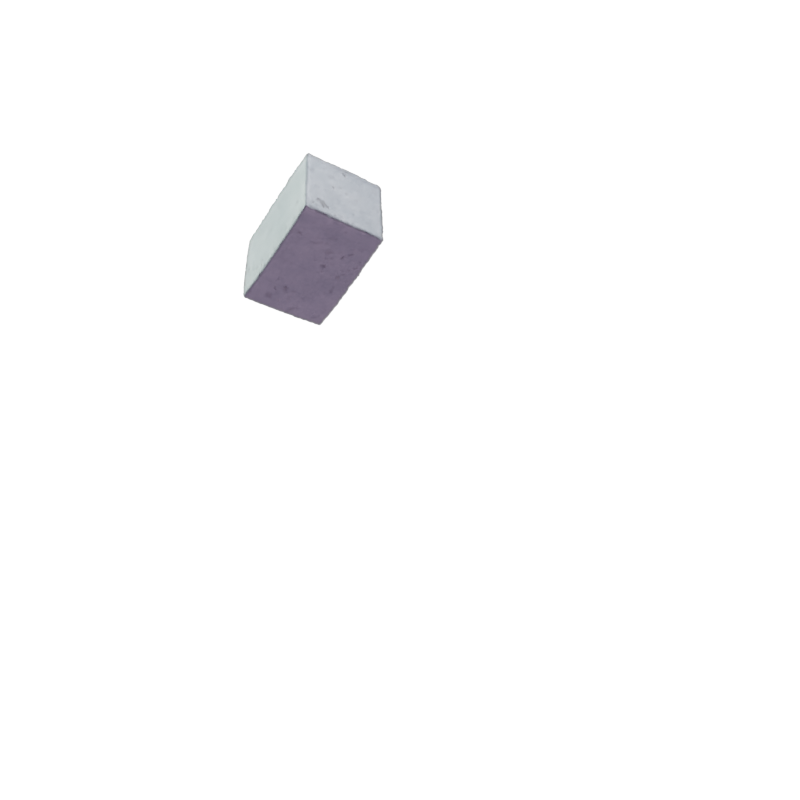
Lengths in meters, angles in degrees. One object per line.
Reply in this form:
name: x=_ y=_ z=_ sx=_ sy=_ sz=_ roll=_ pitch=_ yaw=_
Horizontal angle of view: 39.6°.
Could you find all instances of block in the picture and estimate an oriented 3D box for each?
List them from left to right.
block: x=-0.051 y=-0.093 z=0.652 sx=0.051 sy=0.055 sz=0.076 roll=23 pitch=-52 yaw=-22
